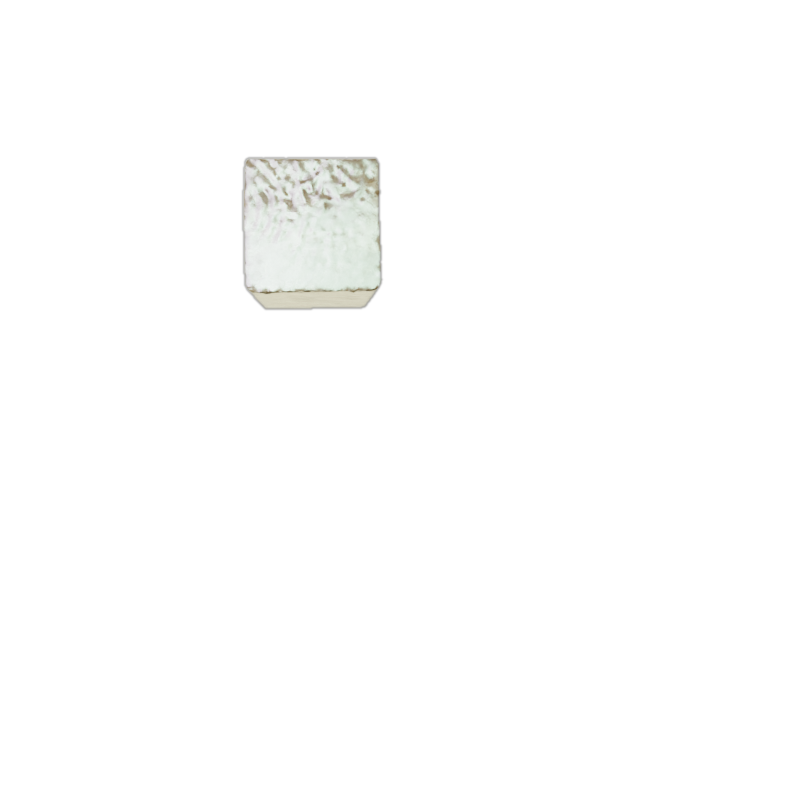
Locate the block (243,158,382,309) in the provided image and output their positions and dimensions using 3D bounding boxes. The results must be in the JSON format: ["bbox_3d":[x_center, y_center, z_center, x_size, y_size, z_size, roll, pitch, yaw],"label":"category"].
[{"bbox_3d":[-0.065,-0.117,0.823,0.090,0.091,0.205,-1,0,-4],"label":"block"}]
